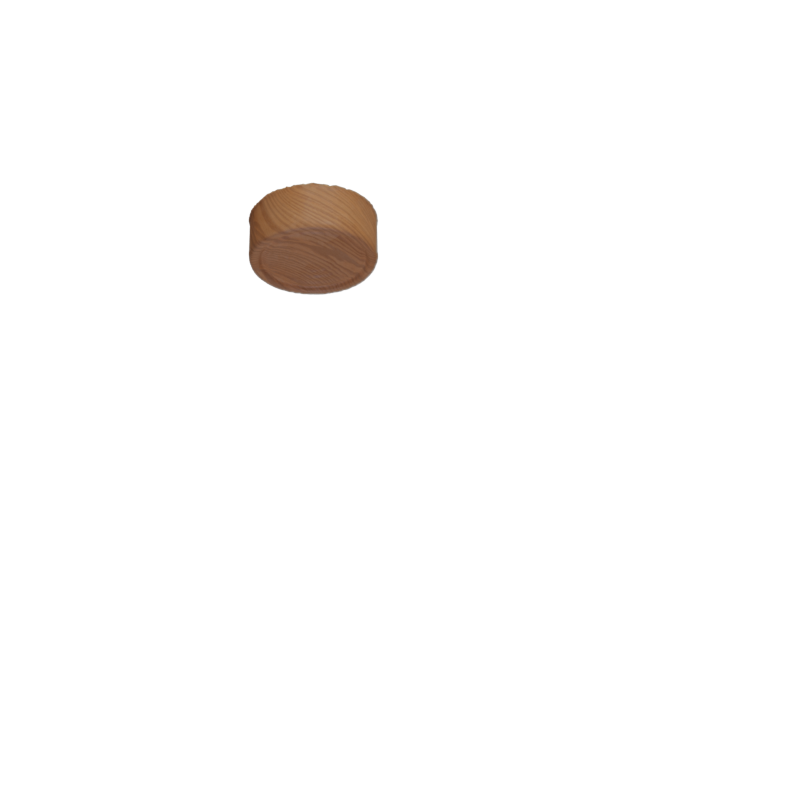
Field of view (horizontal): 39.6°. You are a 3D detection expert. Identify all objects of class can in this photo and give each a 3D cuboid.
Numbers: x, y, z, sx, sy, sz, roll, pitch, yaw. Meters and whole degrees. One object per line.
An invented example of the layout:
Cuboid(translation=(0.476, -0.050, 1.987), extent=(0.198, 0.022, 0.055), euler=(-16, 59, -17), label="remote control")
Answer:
Cuboid(translation=(-0.057, -0.104, 0.729), extent=(0.086, 0.036, 0.081), euler=(1, -28, -2), label="can")
